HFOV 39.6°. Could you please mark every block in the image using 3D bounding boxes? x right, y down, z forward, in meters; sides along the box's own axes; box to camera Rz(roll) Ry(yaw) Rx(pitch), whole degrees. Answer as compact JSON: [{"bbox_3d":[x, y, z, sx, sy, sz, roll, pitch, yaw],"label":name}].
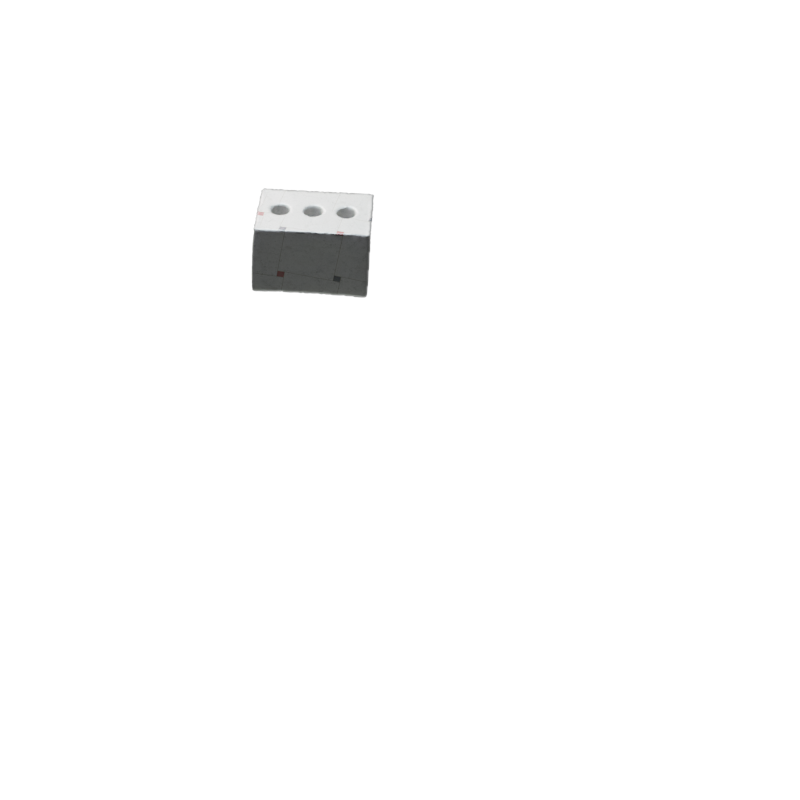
[{"bbox_3d":[-0.058,-0.106,0.742,0.078,0.048,0.056,3,39,2],"label":"block"}]
